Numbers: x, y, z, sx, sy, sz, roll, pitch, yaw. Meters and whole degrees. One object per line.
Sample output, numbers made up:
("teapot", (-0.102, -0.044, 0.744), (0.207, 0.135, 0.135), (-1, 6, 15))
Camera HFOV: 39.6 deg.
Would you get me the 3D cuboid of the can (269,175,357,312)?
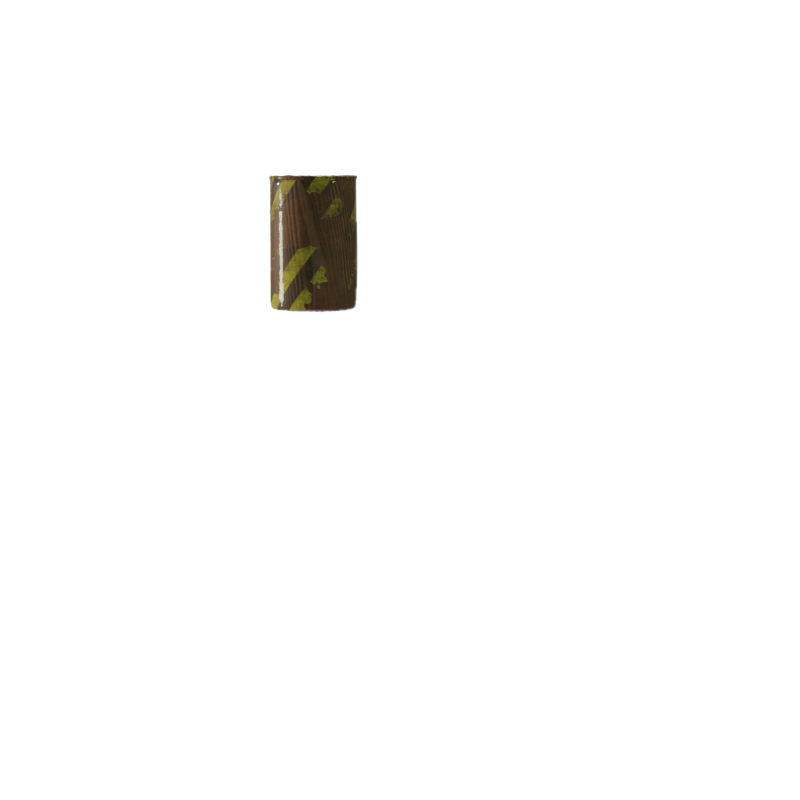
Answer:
("can", (-0.067, -0.122, 0.855), (0.068, 0.101, 0.069), (0, 5, -2))
